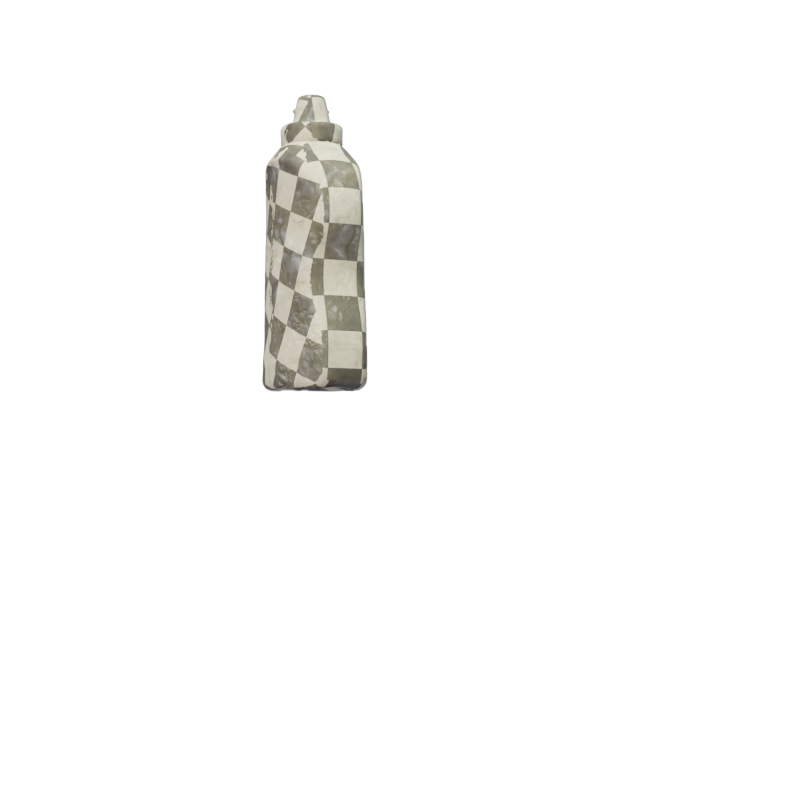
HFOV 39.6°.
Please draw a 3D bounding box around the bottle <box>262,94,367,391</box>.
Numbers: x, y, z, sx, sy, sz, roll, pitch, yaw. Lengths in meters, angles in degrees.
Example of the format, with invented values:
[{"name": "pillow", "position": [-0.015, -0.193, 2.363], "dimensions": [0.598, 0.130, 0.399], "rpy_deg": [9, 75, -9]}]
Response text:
[{"name": "bottle", "position": [-0.057, -0.102, 0.717], "dimensions": [0.057, 0.195, 0.097], "rpy_deg": [3, -7, -24]}]
